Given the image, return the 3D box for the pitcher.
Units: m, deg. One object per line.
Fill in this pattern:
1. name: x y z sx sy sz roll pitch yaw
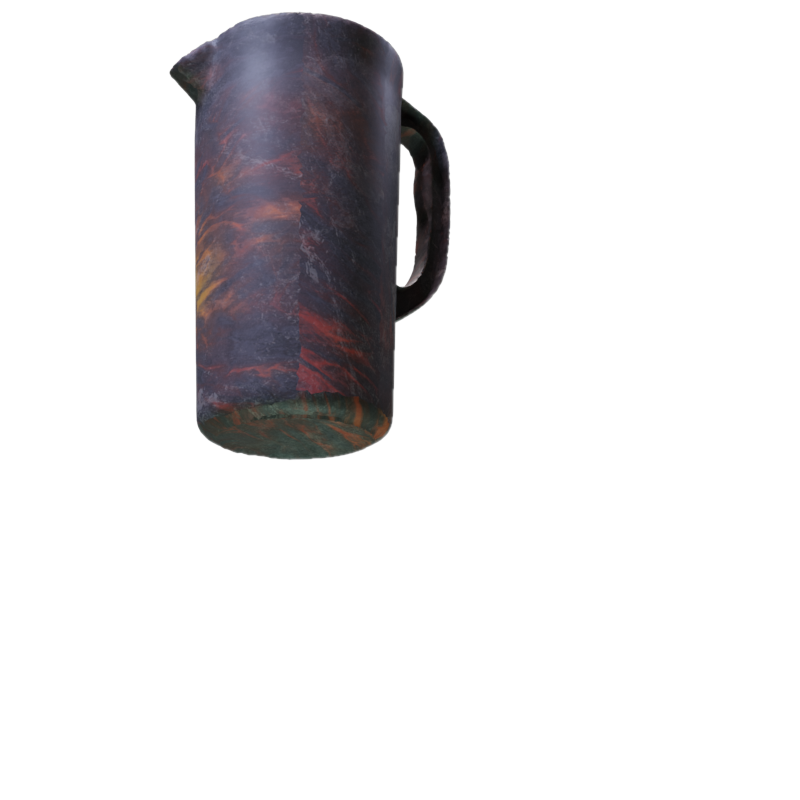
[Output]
1. pitcher: -0.052 -0.094 0.658 0.151 0.256 0.136 -7 -23 13
